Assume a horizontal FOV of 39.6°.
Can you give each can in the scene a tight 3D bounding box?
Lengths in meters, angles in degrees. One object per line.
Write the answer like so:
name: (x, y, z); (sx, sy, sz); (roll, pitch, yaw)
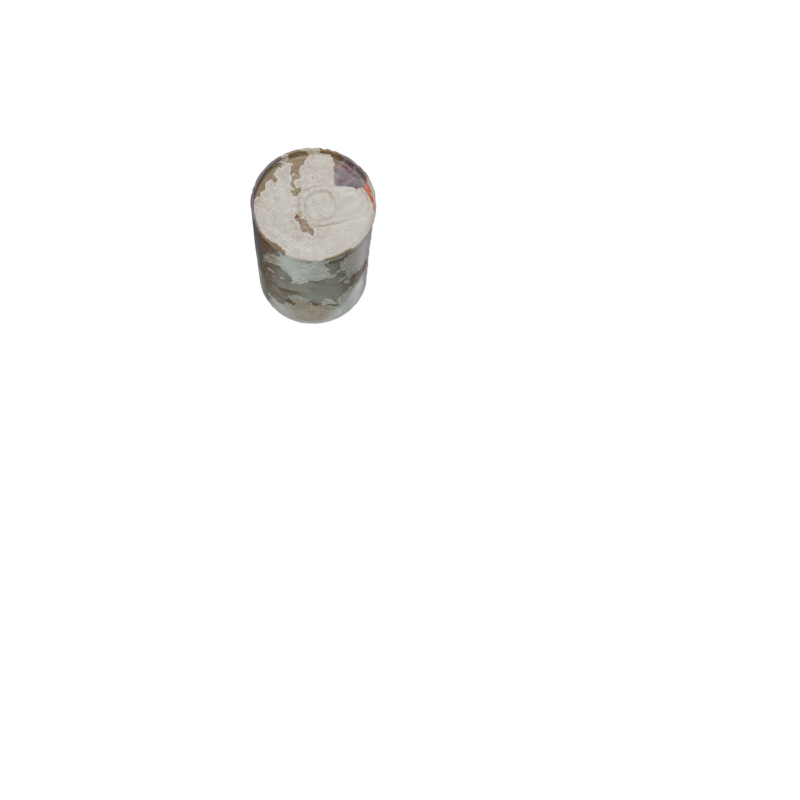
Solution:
can: (-0.050, -0.092, 0.641); (0.068, 0.072, 0.097); (0, -20, -3)
